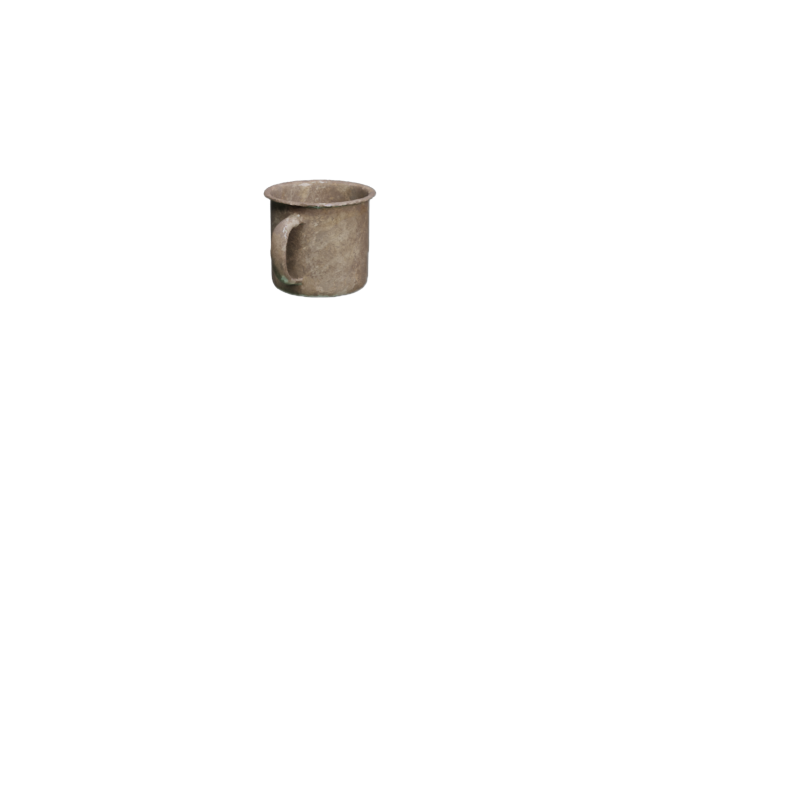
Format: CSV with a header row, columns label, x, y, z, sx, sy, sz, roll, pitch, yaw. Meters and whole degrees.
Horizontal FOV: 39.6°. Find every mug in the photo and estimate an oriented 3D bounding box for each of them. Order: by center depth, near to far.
label,x,y,z,sx,sy,sz,roll,pitch,yaw
mug,-0.072,-0.130,0.914,0.097,0.078,0.118,9,22,22
